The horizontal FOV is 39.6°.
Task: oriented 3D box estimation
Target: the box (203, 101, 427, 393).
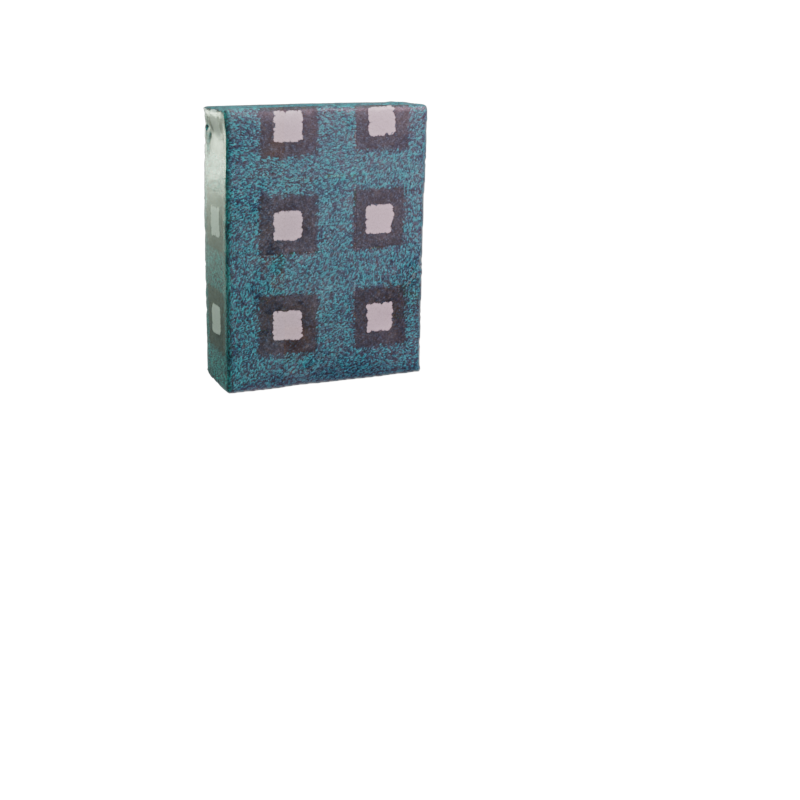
[{"bbox_3d":[-0.068,-0.123,0.863,0.160,0.208,0.075,-5,12,-23],"label":"box"}]
